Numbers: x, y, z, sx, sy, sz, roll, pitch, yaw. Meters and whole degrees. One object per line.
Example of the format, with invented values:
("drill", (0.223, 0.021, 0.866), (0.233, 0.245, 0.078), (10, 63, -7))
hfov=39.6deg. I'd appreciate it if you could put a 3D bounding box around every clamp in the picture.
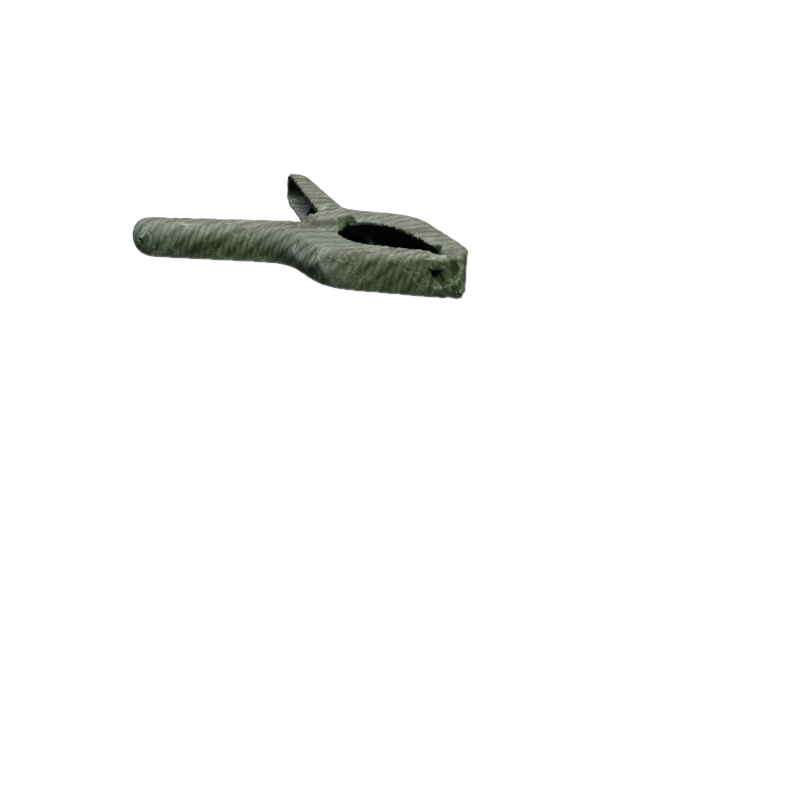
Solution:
("clamp", (-0.055, -0.101, 0.705), (0.223, 0.035, 0.163), (24, 34, 39))
